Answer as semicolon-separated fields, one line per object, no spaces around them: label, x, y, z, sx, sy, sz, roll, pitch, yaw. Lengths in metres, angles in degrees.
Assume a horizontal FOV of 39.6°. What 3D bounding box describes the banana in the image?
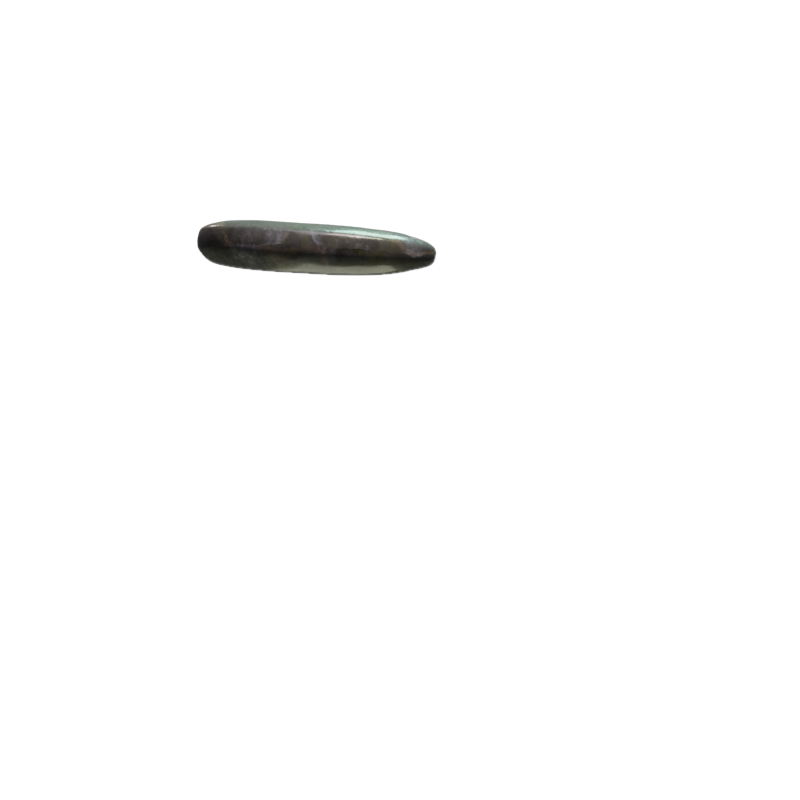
banana;-0.076;-0.115;0.823;0.205;0.036;0.069;7;17;24
